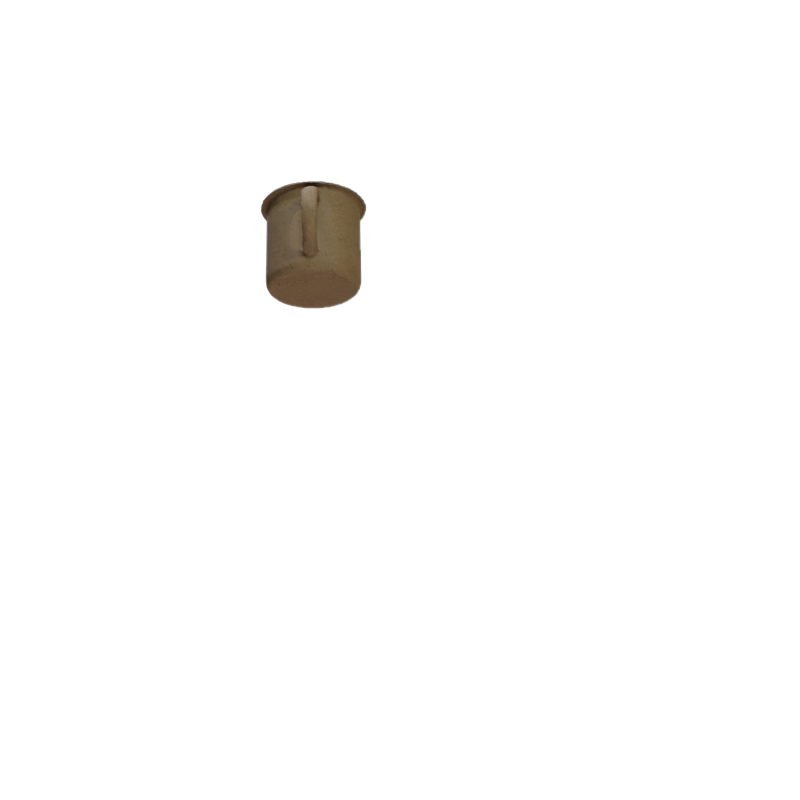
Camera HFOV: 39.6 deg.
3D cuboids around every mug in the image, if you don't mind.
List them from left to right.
[{"bbox_3d":[-0.074,-0.136,0.949,0.093,0.086,0.111,0,-24,-2],"label":"mug"}]
